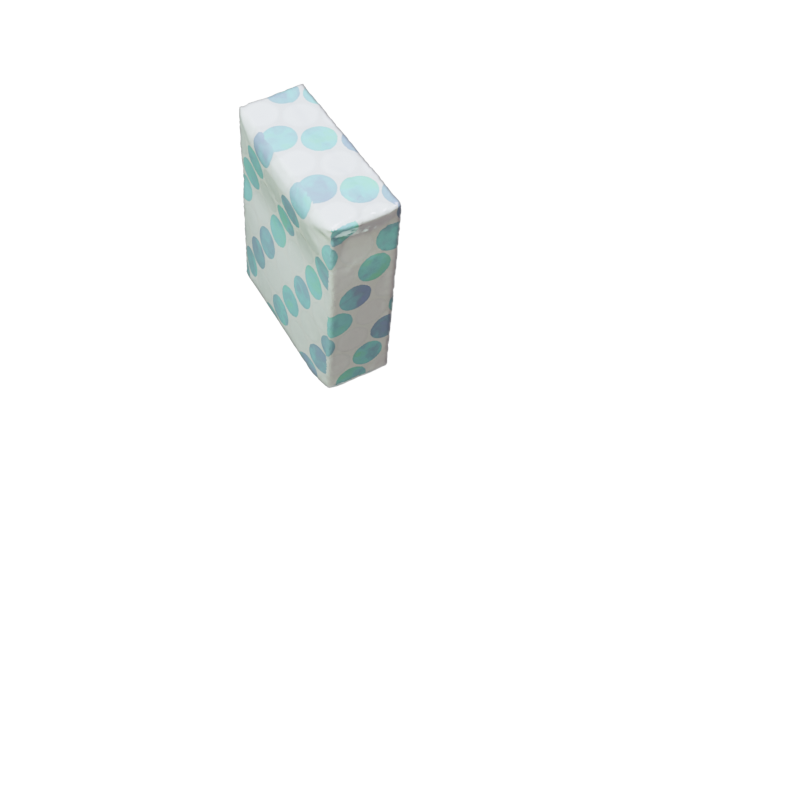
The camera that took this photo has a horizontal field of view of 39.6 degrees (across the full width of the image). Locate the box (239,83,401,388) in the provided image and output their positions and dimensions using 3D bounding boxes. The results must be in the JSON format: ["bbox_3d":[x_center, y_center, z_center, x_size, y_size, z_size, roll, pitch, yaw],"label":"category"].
[{"bbox_3d":[-0.075,-0.137,0.961,0.071,0.177,0.199,-23,-33,-20],"label":"box"}]
